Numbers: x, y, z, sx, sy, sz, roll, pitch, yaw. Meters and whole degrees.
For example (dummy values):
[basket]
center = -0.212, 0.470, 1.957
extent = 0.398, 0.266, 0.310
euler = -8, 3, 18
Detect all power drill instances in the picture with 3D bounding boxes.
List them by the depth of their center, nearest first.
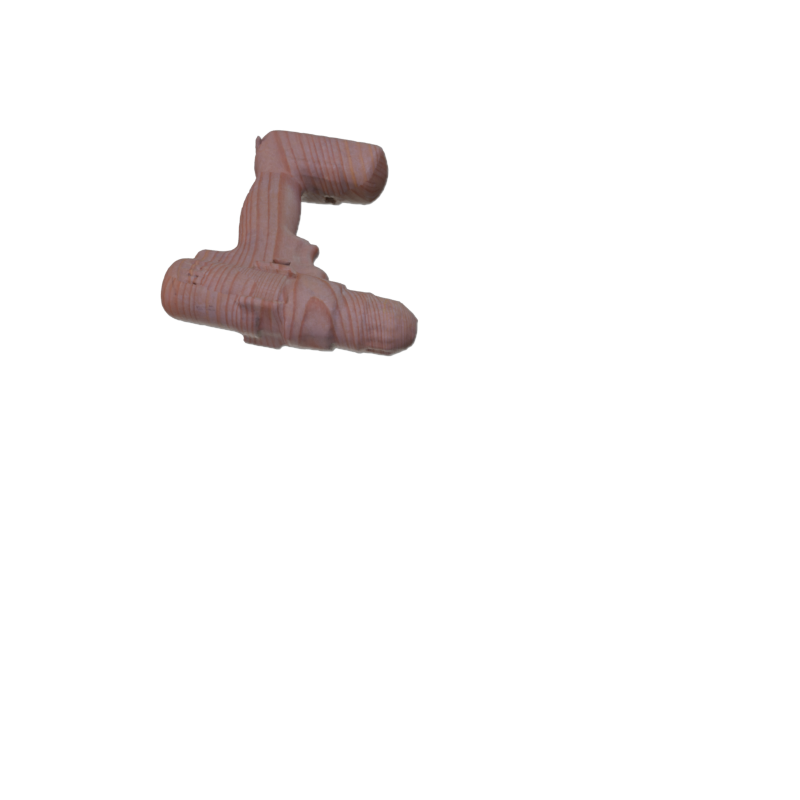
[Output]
[power drill]
center = -0.064, -0.118, 0.823
extent = 0.188, 0.198, 0.053
euler = 10, -41, 9
